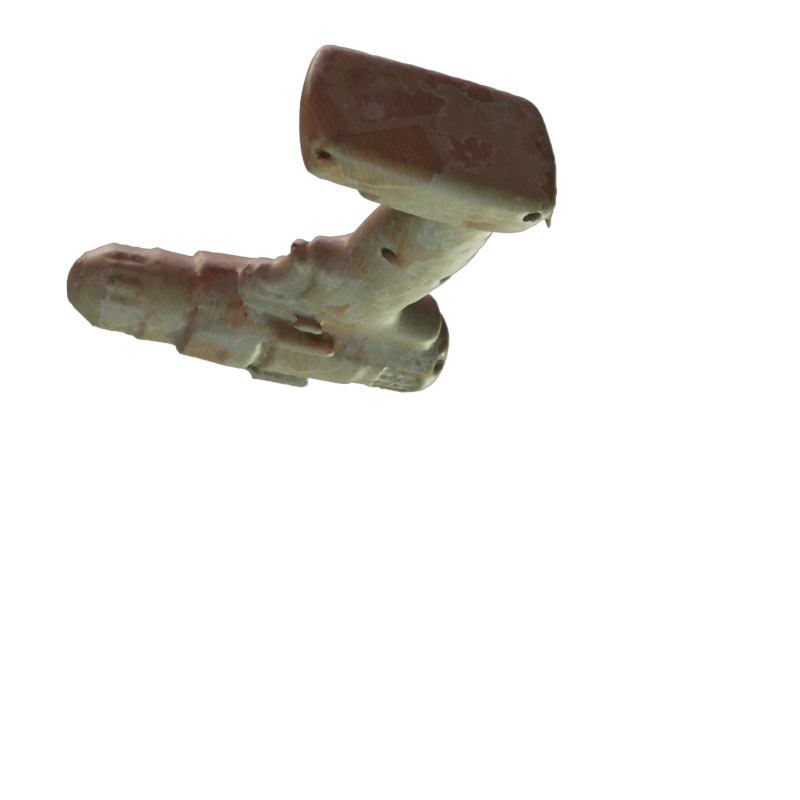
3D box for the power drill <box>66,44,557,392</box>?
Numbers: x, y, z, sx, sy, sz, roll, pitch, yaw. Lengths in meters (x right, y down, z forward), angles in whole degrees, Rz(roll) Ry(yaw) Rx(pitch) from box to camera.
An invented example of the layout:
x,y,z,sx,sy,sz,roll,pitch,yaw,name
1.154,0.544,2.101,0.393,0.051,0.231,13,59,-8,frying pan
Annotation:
x,y,z,sx,sy,sz,roll,pitch,yaw,name
-0.037,-0.067,0.472,0.179,0.061,0.182,10,-28,-20,power drill
